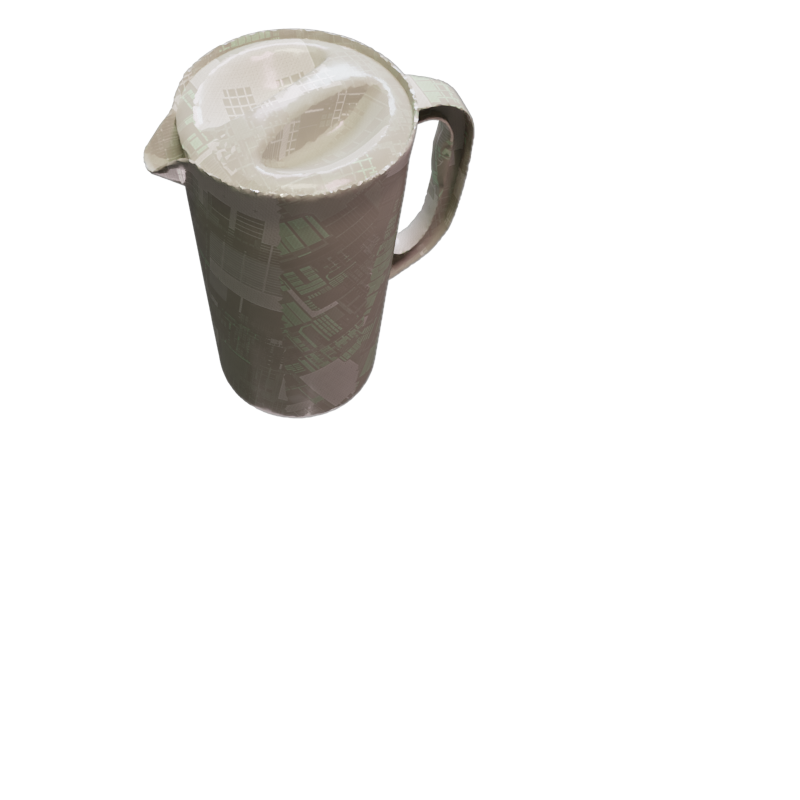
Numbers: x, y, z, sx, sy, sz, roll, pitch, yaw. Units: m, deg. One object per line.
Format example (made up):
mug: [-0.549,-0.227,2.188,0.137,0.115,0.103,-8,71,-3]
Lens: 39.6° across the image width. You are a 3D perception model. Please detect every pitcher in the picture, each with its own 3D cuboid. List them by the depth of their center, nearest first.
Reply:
pitcher: [-0.053,-0.097,0.681,0.154,0.150,0.227,22,-34,13]
